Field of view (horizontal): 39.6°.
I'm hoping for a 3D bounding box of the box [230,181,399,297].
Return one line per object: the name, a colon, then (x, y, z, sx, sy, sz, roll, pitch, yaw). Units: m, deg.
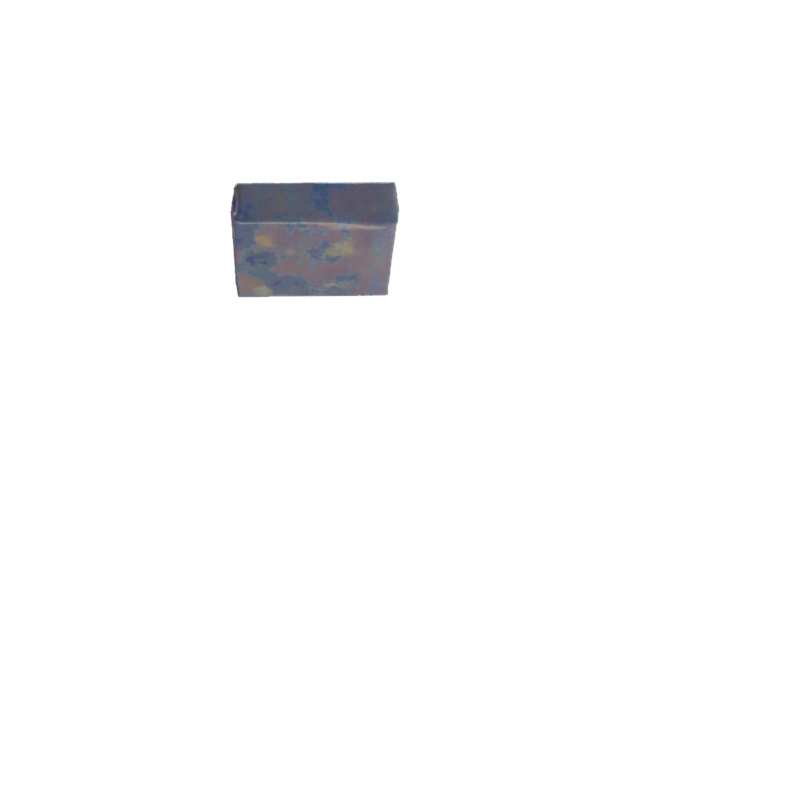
box: (-0.061, -0.111, 0.778, 0.113, 0.042, 0.084, 1, -32, -3)
